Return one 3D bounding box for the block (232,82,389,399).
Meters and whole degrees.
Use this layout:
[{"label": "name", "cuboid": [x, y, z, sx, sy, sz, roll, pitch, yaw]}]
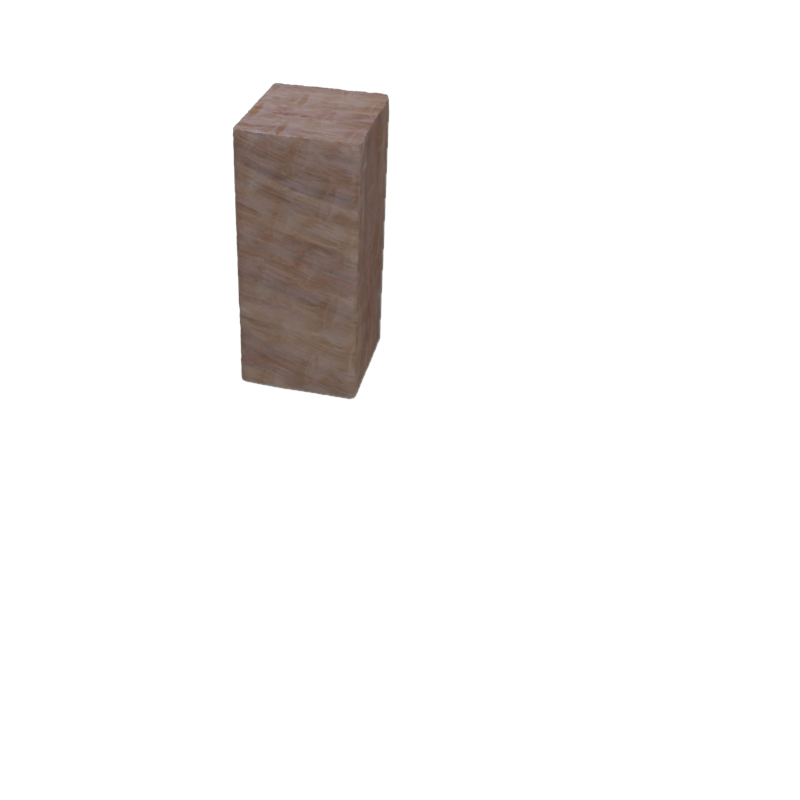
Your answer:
[{"label": "block", "cuboid": [-0.063, -0.115, 0.808, 0.092, 0.194, 0.094, 9, 32, 11]}]
